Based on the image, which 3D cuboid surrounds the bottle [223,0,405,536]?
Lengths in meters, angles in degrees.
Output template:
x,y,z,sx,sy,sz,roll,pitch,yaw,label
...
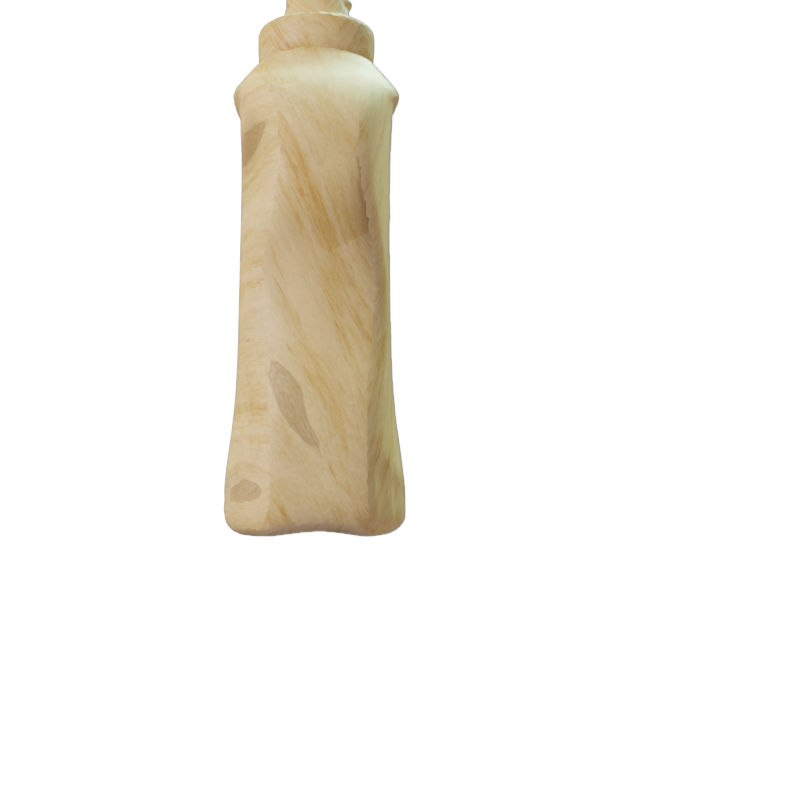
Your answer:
x,y,z,sx,sy,sz,roll,pitch,yaw,label
-0.029,-0.054,0.376,0.058,0.197,0.094,0,-11,-3,bottle
